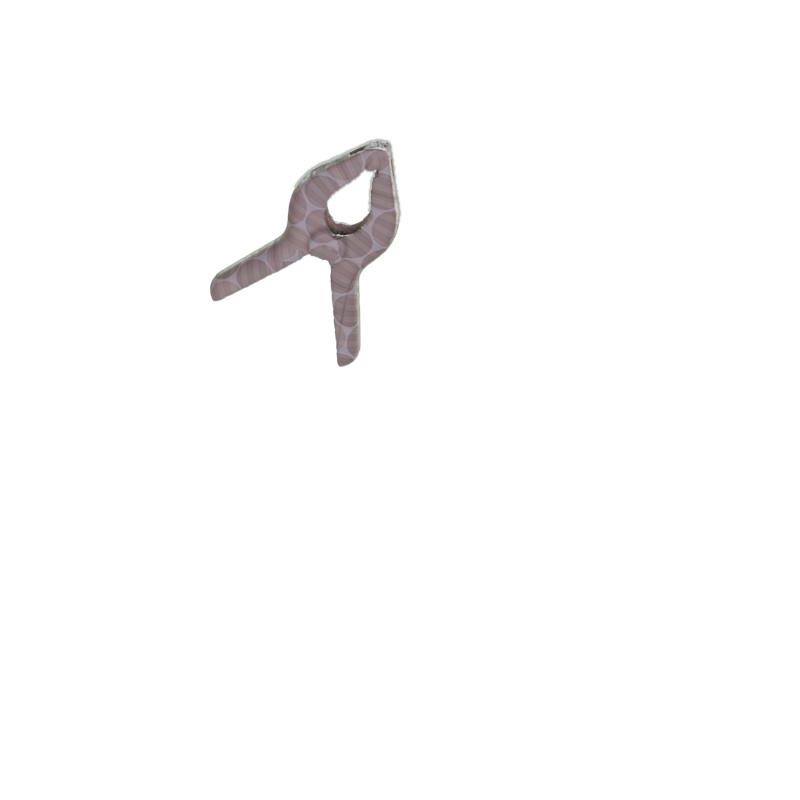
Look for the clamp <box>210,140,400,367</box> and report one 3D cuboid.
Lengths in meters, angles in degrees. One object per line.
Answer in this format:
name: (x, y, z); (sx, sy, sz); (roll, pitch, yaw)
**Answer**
clamp: (-0.062, -0.114, 0.797); (0.118, 0.166, 0.041); (19, 20, -8)
